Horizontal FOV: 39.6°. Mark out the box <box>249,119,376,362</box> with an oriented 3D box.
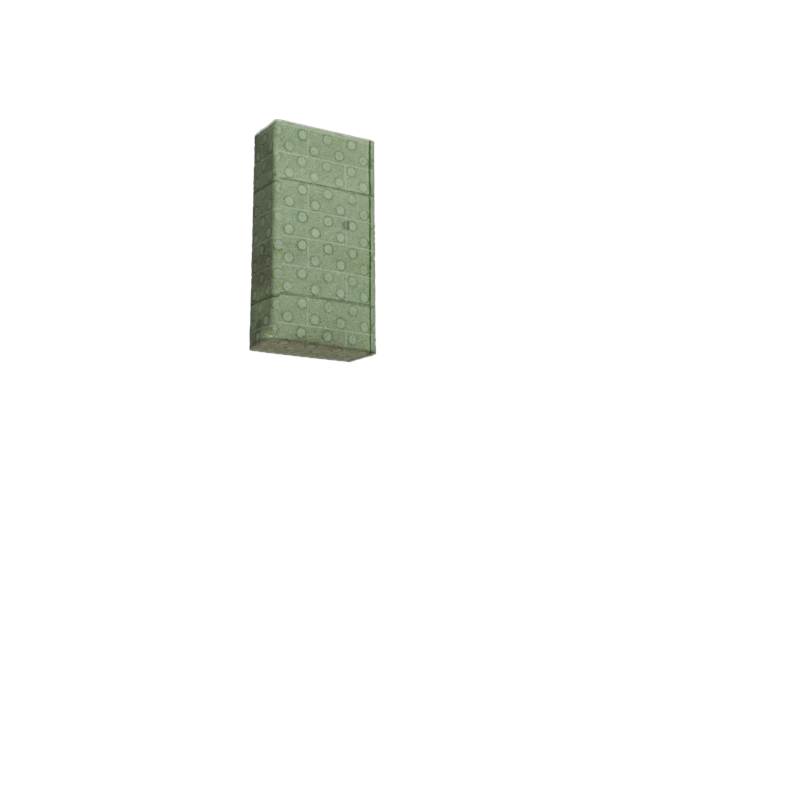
[{"bbox_3d":[-0.068,-0.123,0.863,0.089,0.184,0.048,9,-20,-29],"label":"box"}]
